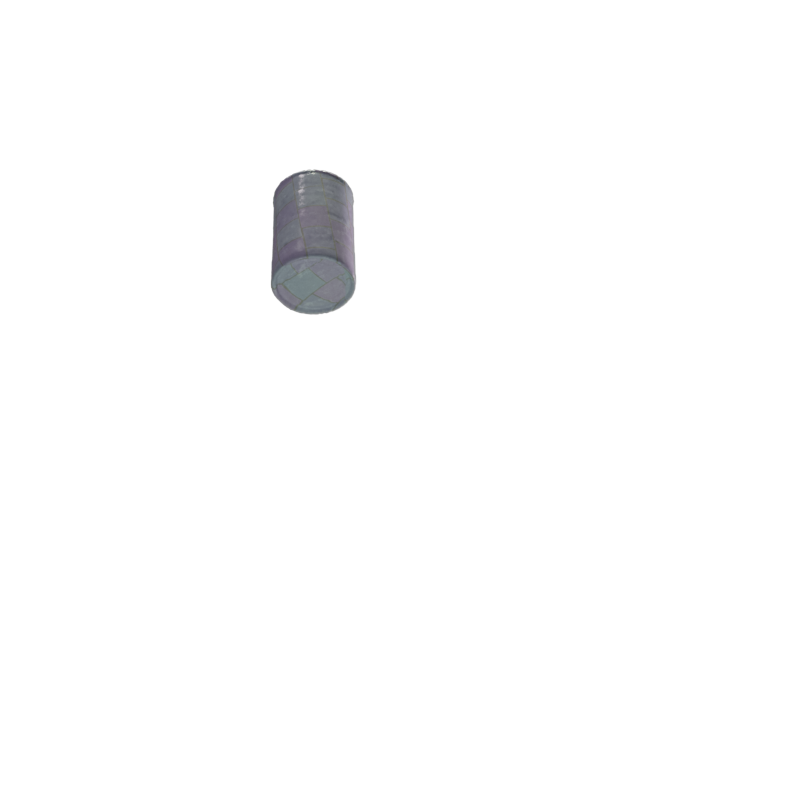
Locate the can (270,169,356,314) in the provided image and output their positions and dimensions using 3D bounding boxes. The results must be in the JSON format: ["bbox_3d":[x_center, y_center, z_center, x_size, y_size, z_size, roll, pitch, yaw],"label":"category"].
[{"bbox_3d":[-0.070,-0.128,0.894,0.068,0.110,0.064,-1,-43,-3],"label":"can"}]
